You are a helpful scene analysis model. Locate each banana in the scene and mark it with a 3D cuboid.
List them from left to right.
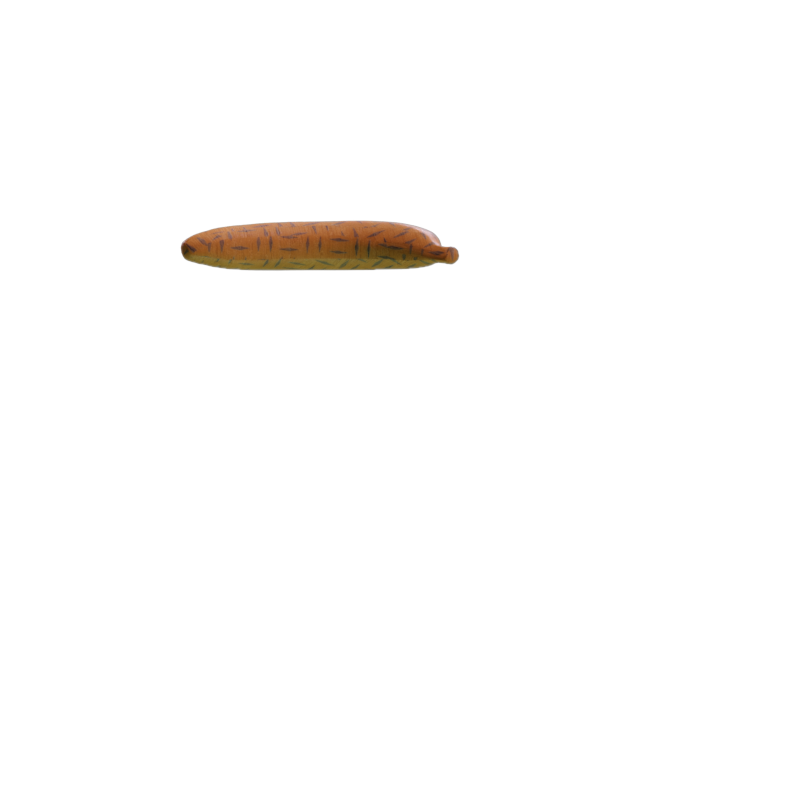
[{"bbox_3d":[-0.057,-0.113,0.808,0.200,0.037,0.068,0,0,7],"label":"banana"}]
